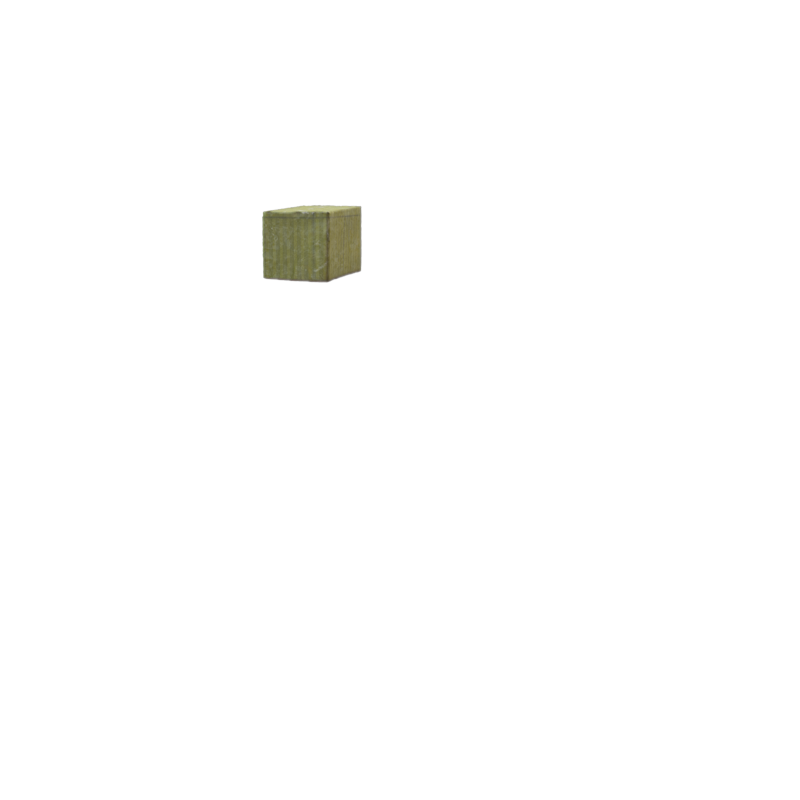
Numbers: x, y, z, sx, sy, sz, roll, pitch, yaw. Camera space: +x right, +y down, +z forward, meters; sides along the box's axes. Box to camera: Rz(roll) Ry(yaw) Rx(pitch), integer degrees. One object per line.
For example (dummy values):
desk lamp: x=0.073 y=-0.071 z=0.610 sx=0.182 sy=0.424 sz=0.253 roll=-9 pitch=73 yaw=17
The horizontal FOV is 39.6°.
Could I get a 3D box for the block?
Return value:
block: x=-0.065 y=-0.118 z=0.829 sx=0.054 sy=0.050 sz=0.078 roll=3 pitch=11 yaw=17
